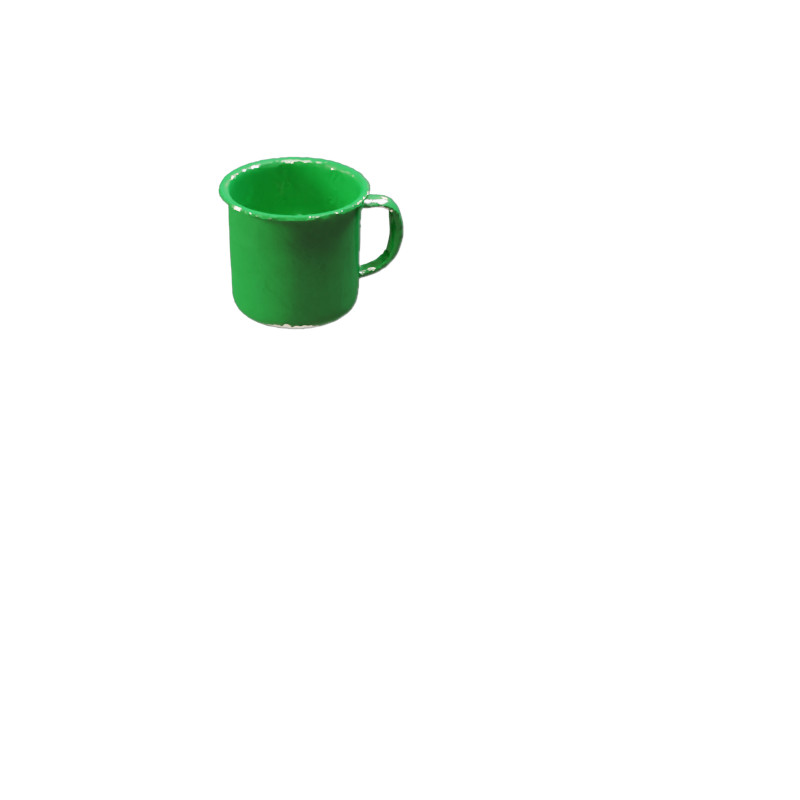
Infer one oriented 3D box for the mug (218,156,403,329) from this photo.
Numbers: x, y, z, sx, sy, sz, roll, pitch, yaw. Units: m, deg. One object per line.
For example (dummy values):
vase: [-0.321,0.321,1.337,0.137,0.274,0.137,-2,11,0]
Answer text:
mug: [-0.055,-0.100,0.700,0.115,0.077,0.100,-9,33,-15]
